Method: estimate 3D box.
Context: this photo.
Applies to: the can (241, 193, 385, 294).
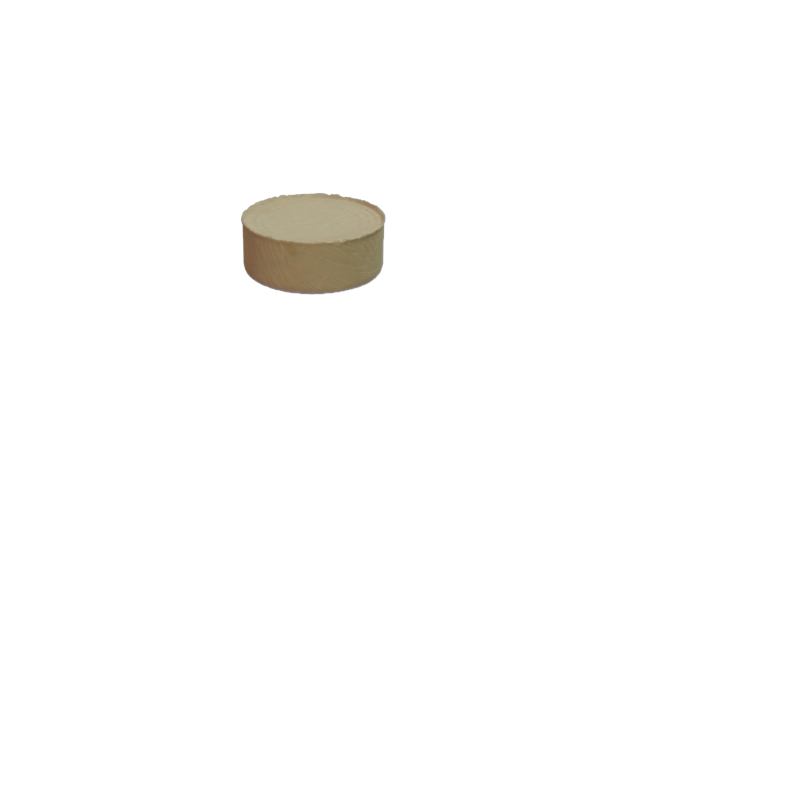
[{"bbox_3d":[-0.052,-0.095,0.663,0.086,0.032,0.091,-1,27,-2],"label":"can"}]
